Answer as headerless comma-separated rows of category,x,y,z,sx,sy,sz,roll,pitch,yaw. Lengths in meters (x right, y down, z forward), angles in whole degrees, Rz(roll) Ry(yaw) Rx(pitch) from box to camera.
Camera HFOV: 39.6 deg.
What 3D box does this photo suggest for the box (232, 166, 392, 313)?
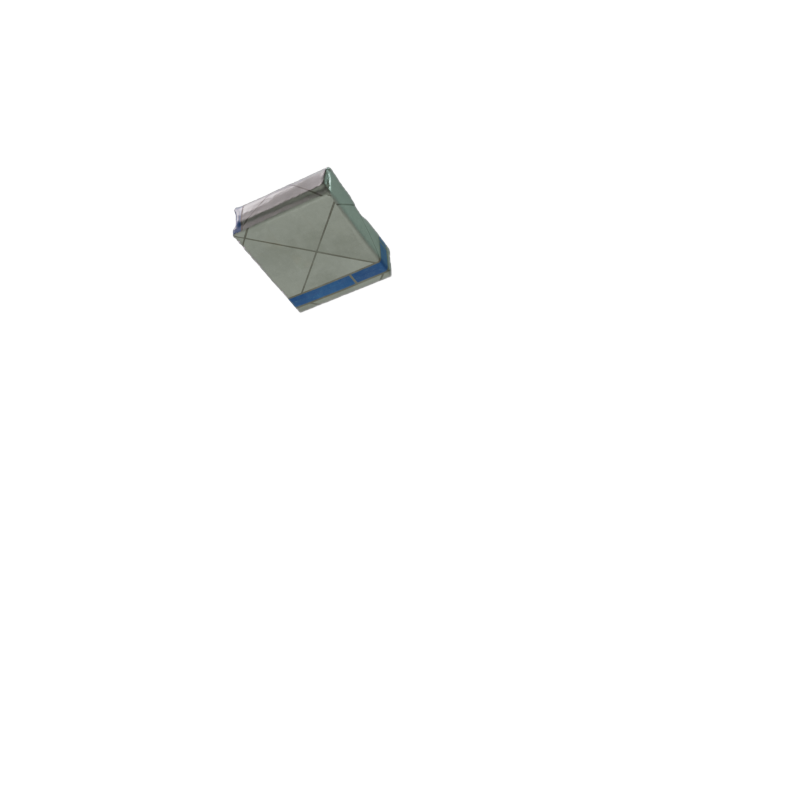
box,-0.058,-0.106,0.739,0.073,0.032,0.083,-21,-47,20
